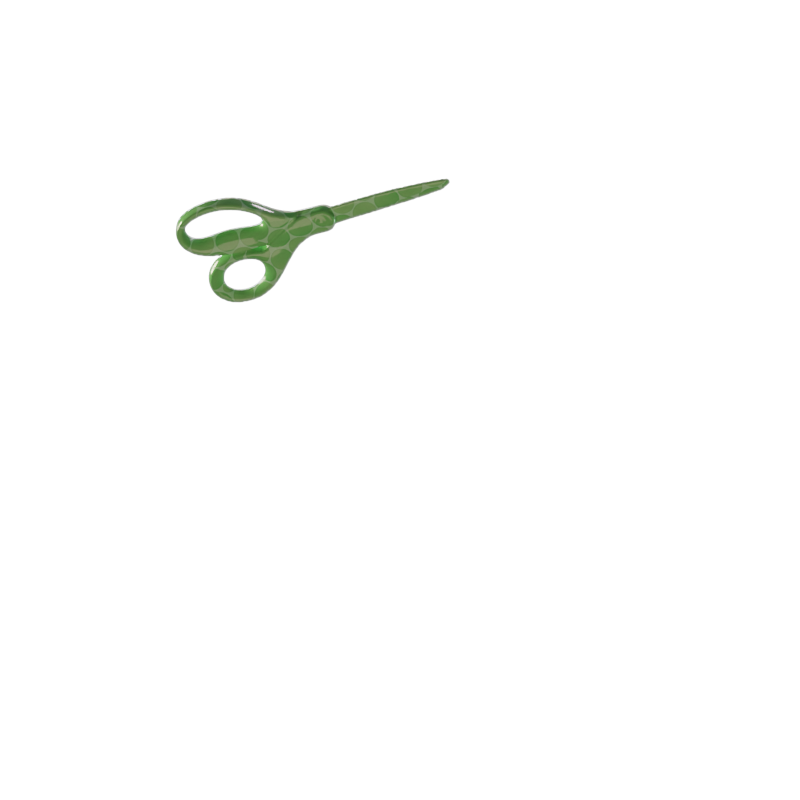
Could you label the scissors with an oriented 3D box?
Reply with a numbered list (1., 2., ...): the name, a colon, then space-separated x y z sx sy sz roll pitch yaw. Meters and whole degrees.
1. scissors: -0.065 -0.118 0.825 0.202 0.090 0.017 -2 35 2
